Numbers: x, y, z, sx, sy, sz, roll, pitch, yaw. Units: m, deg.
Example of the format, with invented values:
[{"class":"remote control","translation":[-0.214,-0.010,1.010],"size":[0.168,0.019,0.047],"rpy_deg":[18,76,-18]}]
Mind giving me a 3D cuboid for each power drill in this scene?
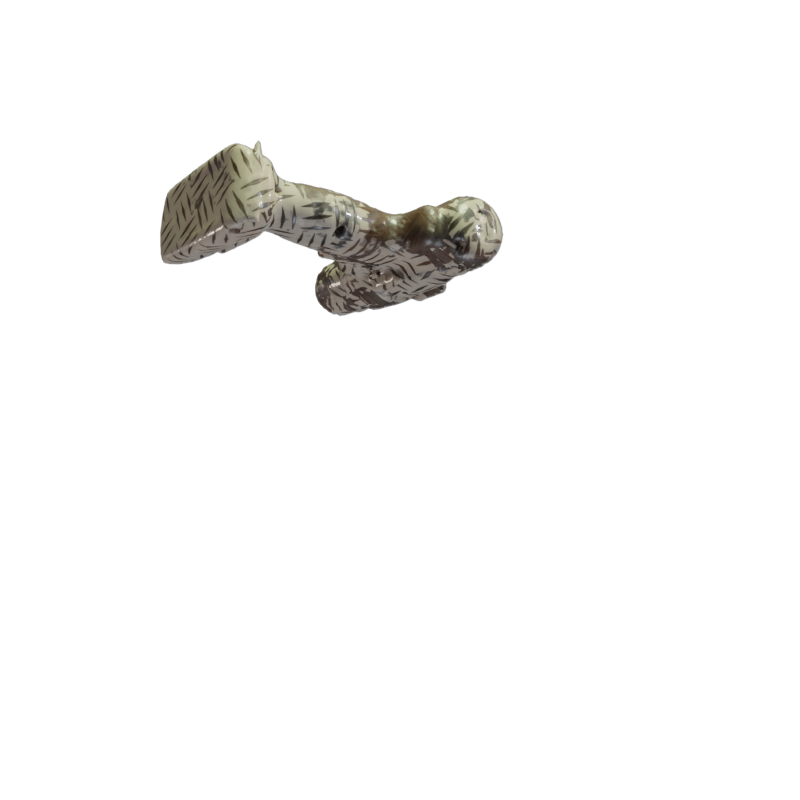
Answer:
[{"class":"power drill","translation":[-0.057,-0.103,0.722],"size":[0.179,0.060,0.185],"rpy_deg":[9,-16,-33]}]
